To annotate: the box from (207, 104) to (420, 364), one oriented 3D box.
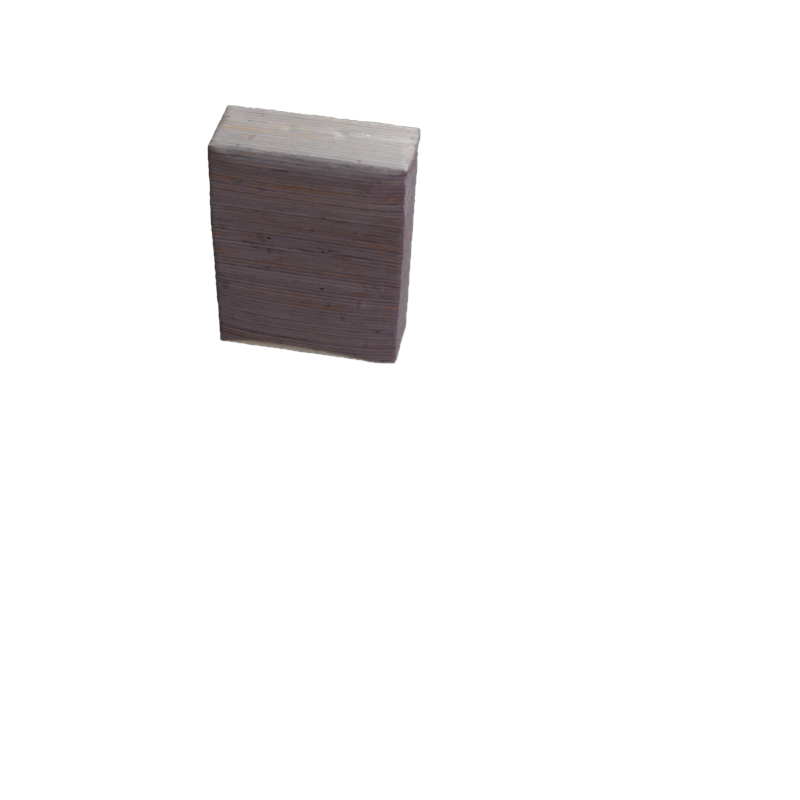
[{"bbox_3d":[-0.074,-0.135,0.942,0.166,0.199,0.076,10,43,8],"label":"box"}]
